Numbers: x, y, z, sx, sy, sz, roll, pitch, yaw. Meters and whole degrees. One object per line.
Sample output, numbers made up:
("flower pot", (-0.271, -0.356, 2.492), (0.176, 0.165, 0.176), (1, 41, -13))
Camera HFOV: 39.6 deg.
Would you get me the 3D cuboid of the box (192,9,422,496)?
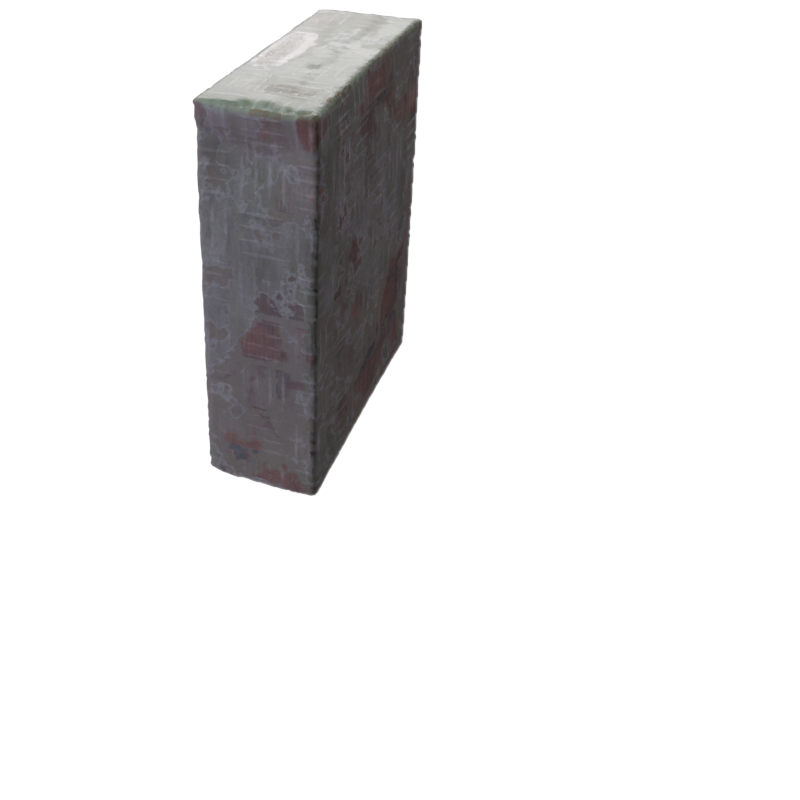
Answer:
("box", (-0.047, -0.086, 0.603), (0.074, 0.201, 0.170), (10, 32, 14))
